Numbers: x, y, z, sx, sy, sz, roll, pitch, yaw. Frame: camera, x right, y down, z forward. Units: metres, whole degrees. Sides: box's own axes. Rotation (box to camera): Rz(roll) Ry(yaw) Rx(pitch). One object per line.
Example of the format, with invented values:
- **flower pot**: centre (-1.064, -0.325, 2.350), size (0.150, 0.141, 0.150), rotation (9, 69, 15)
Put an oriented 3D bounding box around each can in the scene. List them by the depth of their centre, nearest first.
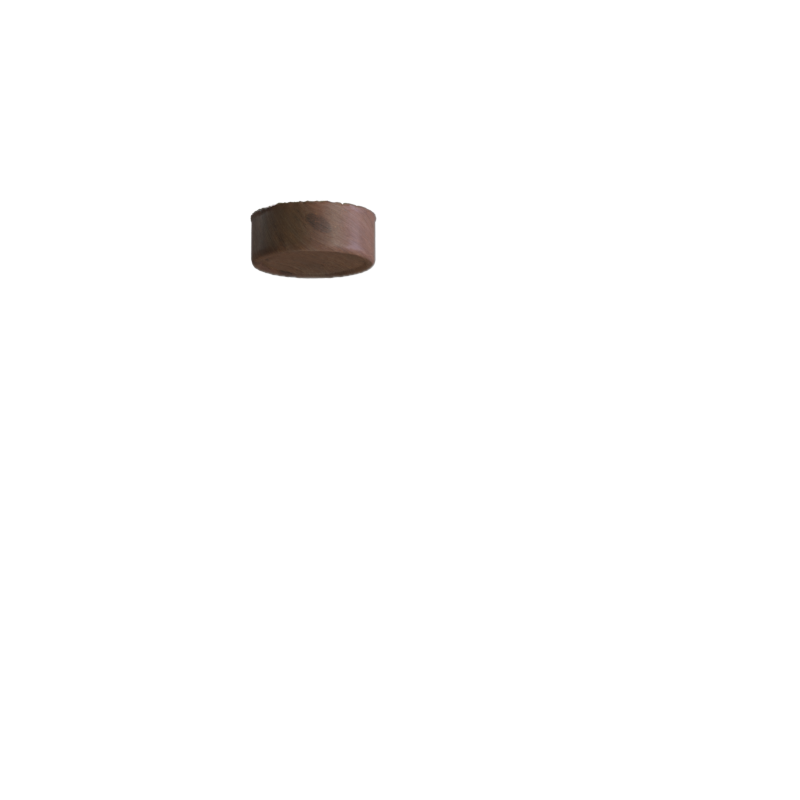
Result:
- **can**: centre (-0.059, -0.107, 0.750), size (0.086, 0.034, 0.084), rotation (0, -8, -2)
